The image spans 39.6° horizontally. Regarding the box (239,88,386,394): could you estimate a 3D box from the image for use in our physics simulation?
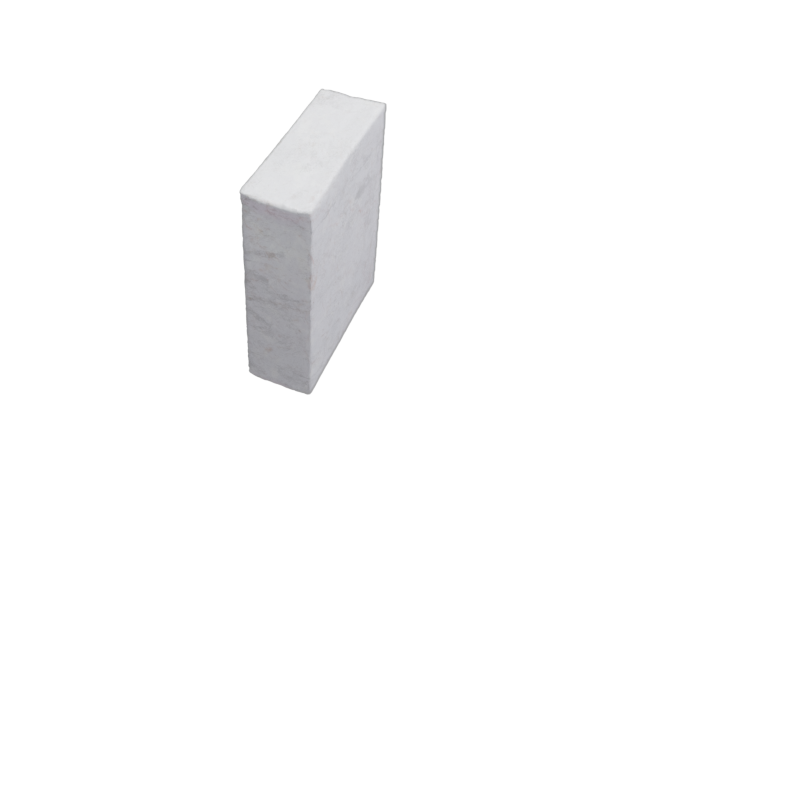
[{"bbox_3d":[-0.076,-0.139,0.973,0.074,0.199,0.171,16,47,12],"label":"box"}]
